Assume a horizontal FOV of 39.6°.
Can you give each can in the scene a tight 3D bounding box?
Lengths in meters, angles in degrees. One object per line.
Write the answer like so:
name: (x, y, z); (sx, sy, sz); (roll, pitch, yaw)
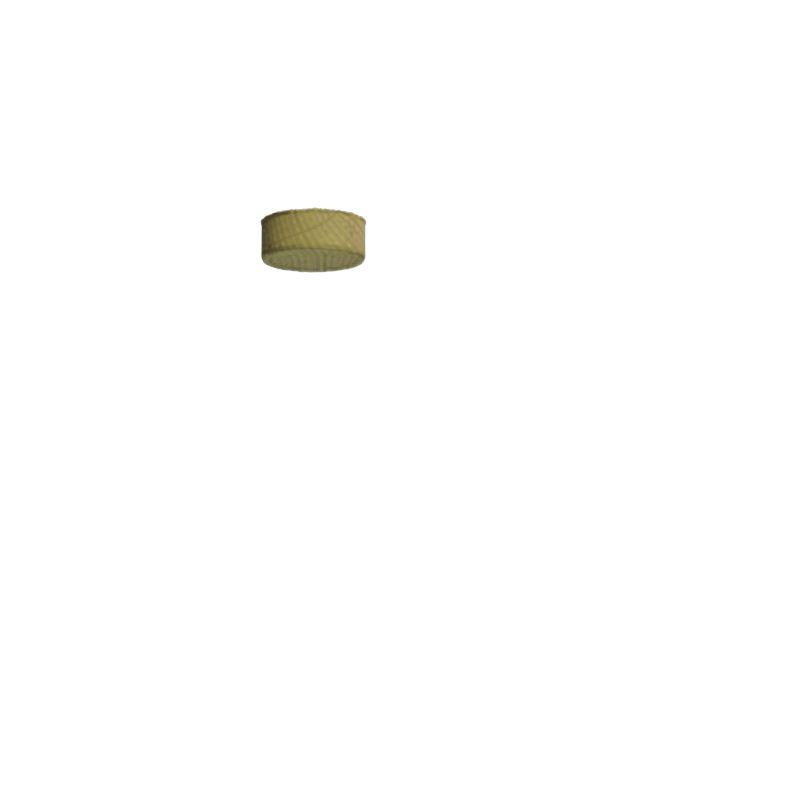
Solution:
can: (-0.070, -0.128, 0.898); (0.086, 0.034, 0.084); (0, -7, -2)
